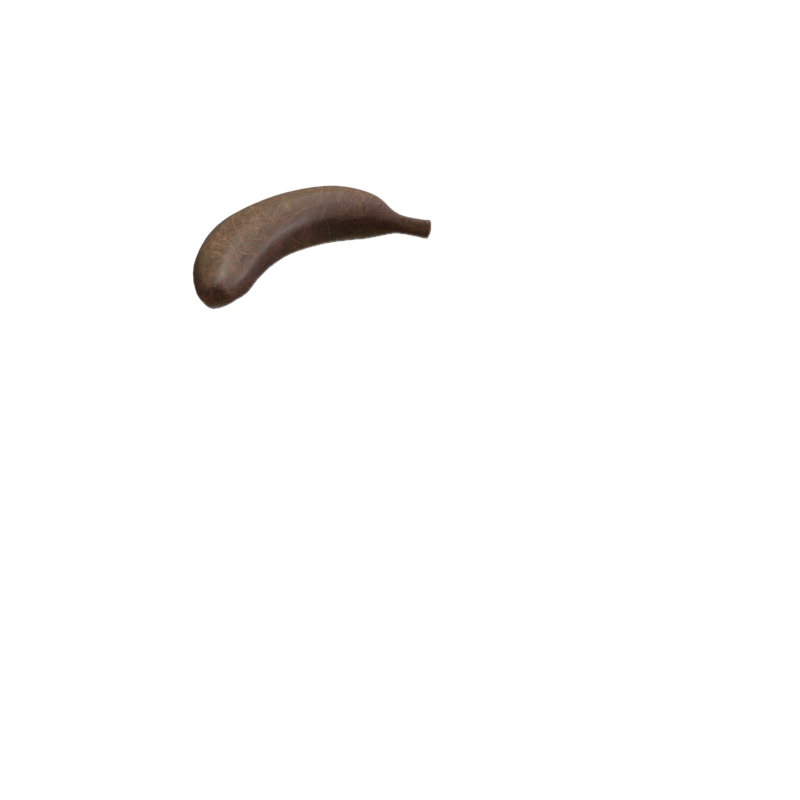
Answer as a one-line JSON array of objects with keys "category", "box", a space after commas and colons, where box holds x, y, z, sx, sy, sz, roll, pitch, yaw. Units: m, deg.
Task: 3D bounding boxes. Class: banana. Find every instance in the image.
[{"category": "banana", "box": [-0.062, -0.096, 0.643, 0.073, 0.035, 0.196, 16, 28, 33]}]
